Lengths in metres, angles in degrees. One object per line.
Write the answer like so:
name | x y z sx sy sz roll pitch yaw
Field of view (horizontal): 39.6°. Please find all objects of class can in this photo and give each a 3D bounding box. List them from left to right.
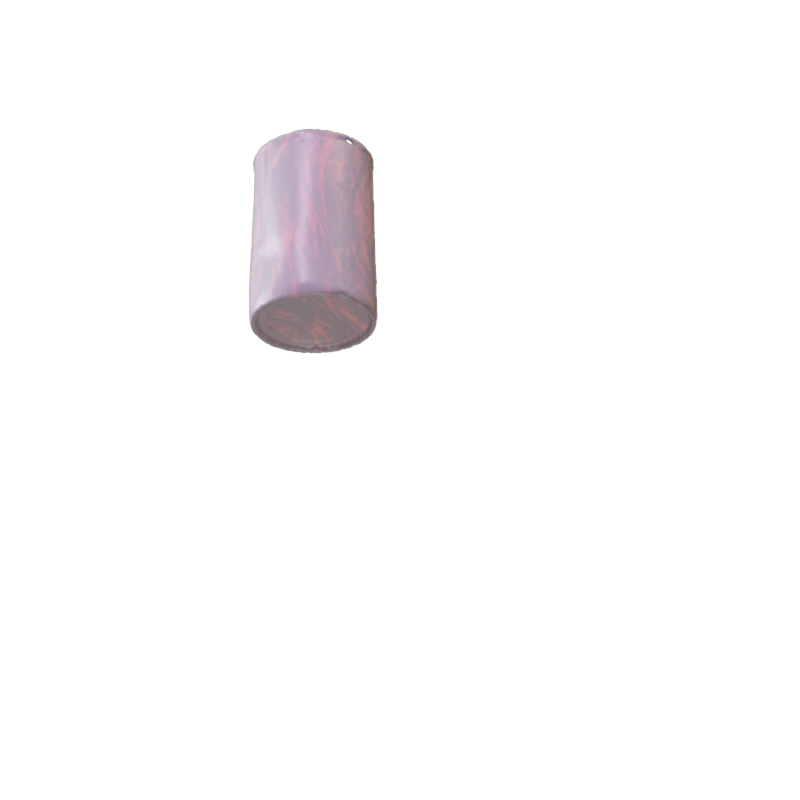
can | -0.047 -0.085 0.596 0.068 0.109 0.064 0 -29 -2
